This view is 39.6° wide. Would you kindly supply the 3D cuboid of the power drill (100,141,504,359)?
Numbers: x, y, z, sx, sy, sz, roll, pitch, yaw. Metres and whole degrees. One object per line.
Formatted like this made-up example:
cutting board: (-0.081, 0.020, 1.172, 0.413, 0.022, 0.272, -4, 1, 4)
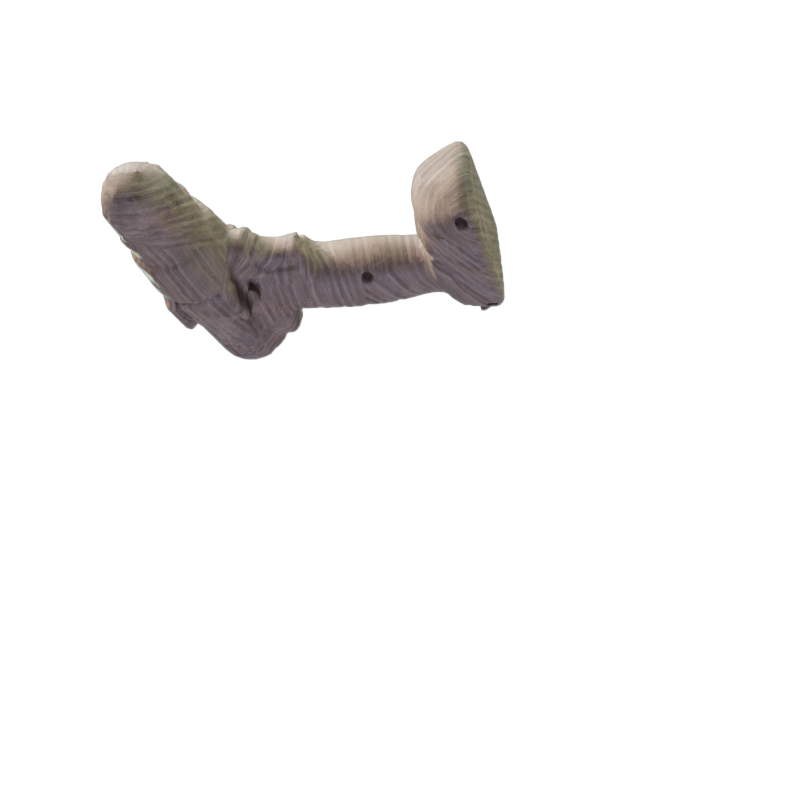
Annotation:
power drill: (-0.047, -0.086, 0.599, 0.190, 0.061, 0.172, -7, -24, 16)
